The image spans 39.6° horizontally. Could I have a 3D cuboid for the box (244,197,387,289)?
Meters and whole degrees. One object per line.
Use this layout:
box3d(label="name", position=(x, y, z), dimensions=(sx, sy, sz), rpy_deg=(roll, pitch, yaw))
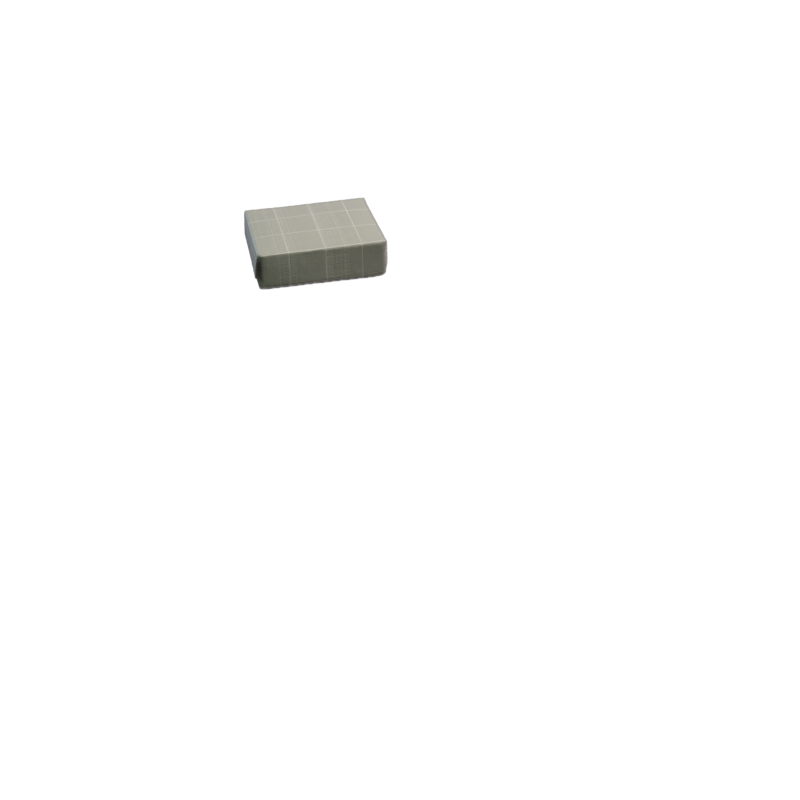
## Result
box3d(label="box", position=(-0.075, -0.137, 0.962), dimensions=(0.112, 0.037, 0.097), rpy_deg=(-7, 34, -10))
